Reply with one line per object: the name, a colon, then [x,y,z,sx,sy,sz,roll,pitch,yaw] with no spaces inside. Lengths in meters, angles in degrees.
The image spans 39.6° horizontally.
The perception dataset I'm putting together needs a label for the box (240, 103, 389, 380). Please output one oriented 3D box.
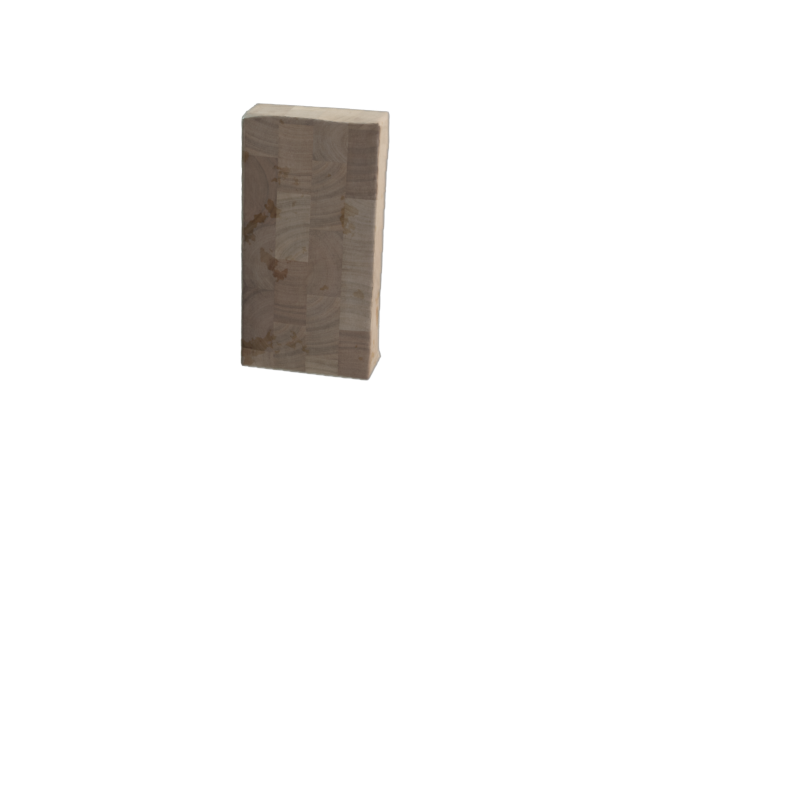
box: [-0.058,-0.105,0.737,0.095,0.168,0.049,6,22,11]
